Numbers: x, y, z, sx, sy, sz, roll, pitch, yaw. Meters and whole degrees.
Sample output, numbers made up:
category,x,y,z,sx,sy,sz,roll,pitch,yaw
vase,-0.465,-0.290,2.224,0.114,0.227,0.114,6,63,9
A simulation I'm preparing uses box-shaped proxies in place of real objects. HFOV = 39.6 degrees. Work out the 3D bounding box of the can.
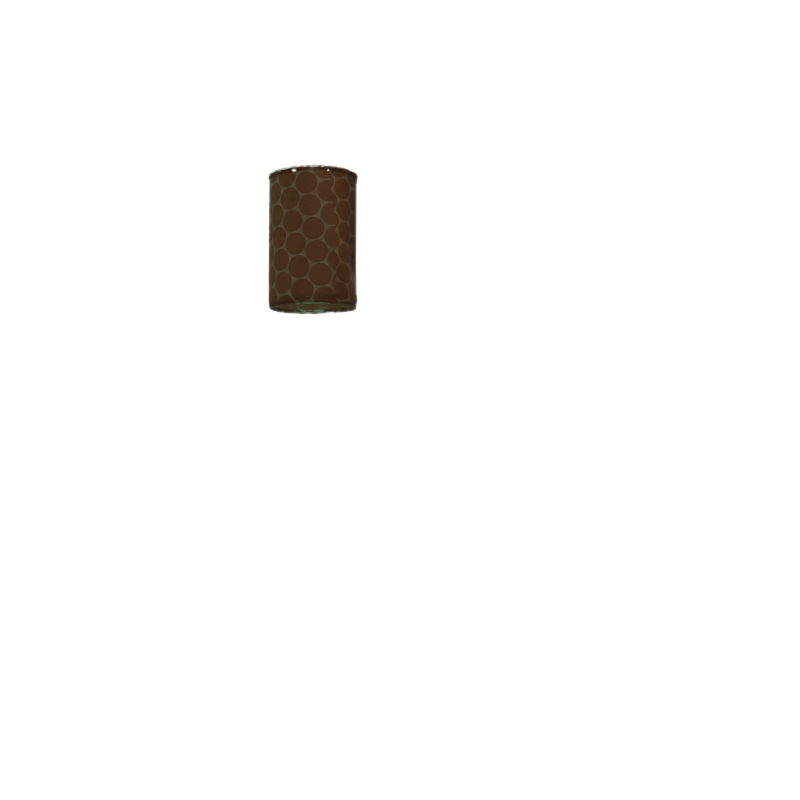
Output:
category,x,y,z,sx,sy,sz,roll,pitch,yaw
can,-0.065,-0.119,0.832,0.068,0.105,0.067,0,-8,-2
